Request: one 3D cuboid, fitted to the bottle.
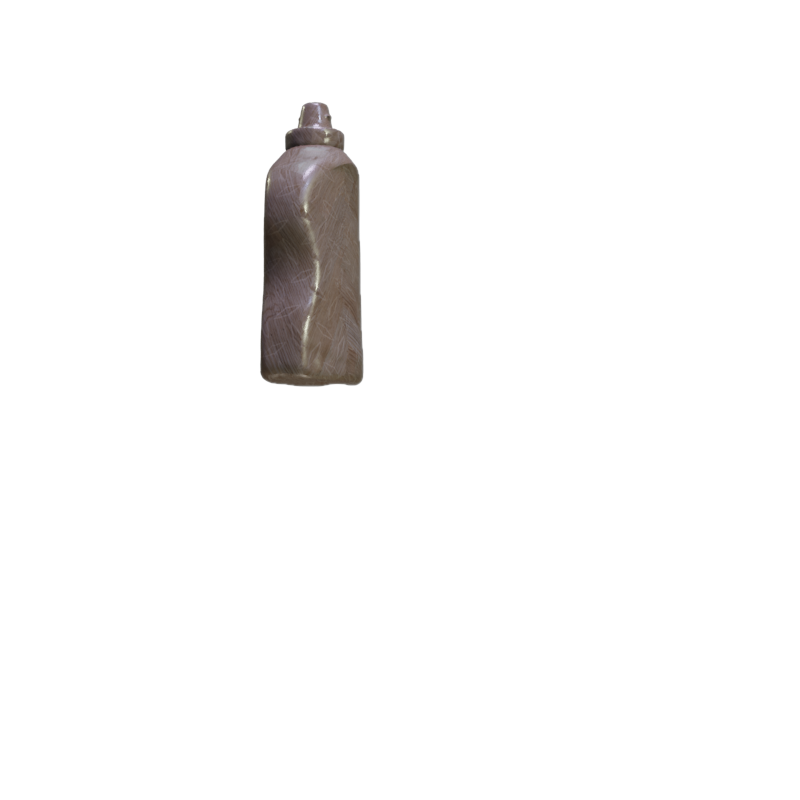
[{"bbox_3d":[-0.058,-0.107,0.750,0.060,0.196,0.091,-5,-10,24],"label":"bottle"}]
